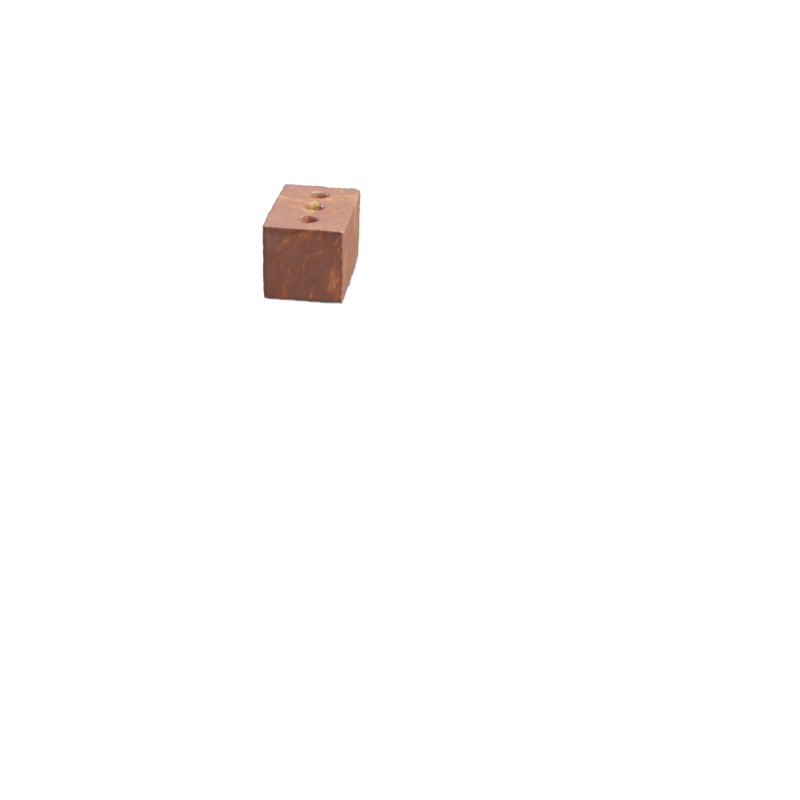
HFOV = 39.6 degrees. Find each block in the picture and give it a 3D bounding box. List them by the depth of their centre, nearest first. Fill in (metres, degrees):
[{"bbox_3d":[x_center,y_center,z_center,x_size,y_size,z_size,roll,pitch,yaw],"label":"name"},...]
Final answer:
[{"bbox_3d":[-0.056,-0.103,0.720,0.053,0.048,0.082,4,28,5],"label":"block"}]
